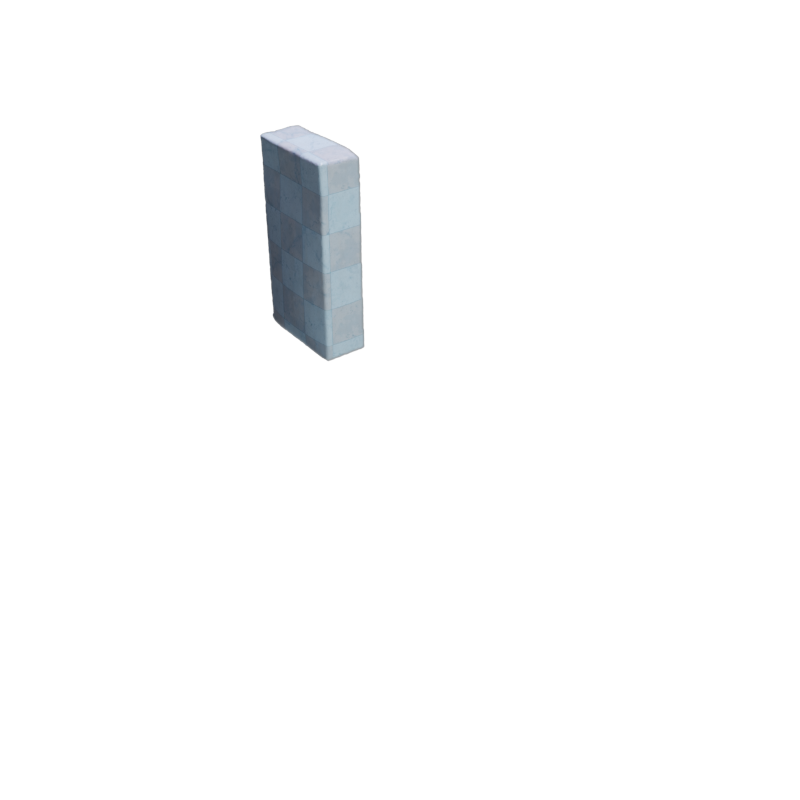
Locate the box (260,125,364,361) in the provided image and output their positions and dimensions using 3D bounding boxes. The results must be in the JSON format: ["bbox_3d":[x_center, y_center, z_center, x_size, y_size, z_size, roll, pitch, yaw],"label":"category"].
[{"bbox_3d":[-0.072,-0.132,0.925,0.047,0.167,0.100,-16,32,-32],"label":"box"}]
